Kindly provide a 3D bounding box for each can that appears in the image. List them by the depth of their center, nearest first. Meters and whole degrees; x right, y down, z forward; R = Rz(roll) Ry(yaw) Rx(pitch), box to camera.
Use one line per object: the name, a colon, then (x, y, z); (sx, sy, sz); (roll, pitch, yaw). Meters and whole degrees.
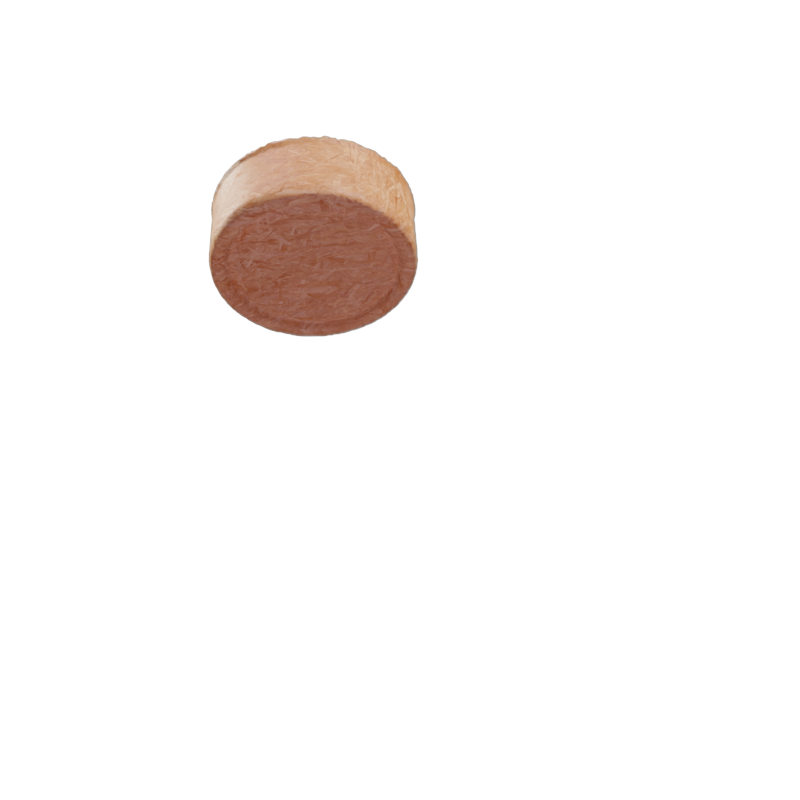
can: (-0.036, -0.065, 0.455); (0.086, 0.036, 0.080); (1, -41, -1)
